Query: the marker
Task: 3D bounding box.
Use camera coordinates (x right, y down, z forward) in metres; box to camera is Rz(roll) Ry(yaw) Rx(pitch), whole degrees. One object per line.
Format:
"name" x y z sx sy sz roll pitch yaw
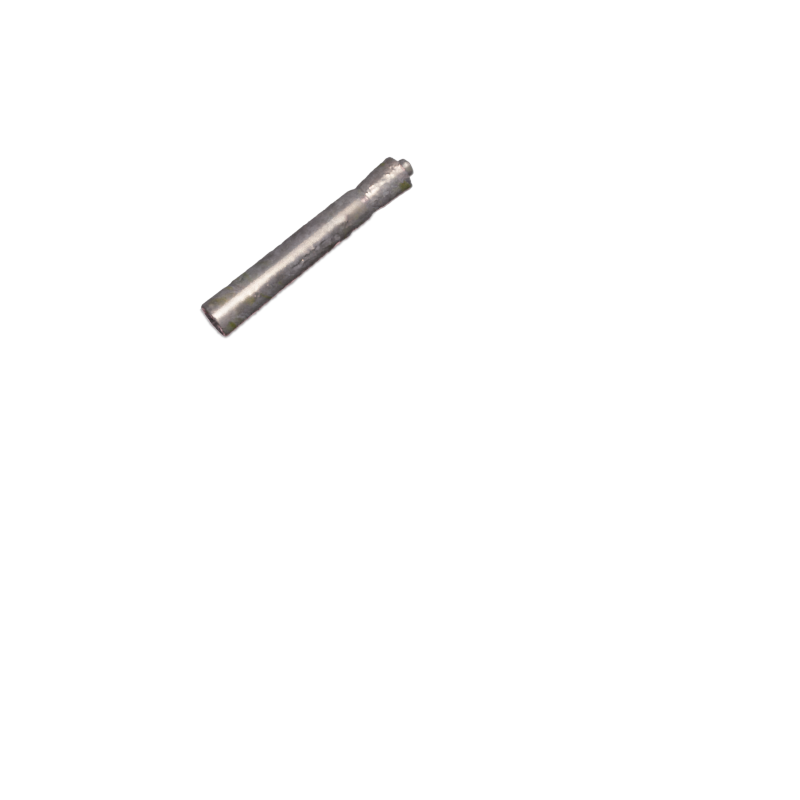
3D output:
"marker" -0.041 -0.074 0.518 0.122 0.019 0.020 -41 16 -14
